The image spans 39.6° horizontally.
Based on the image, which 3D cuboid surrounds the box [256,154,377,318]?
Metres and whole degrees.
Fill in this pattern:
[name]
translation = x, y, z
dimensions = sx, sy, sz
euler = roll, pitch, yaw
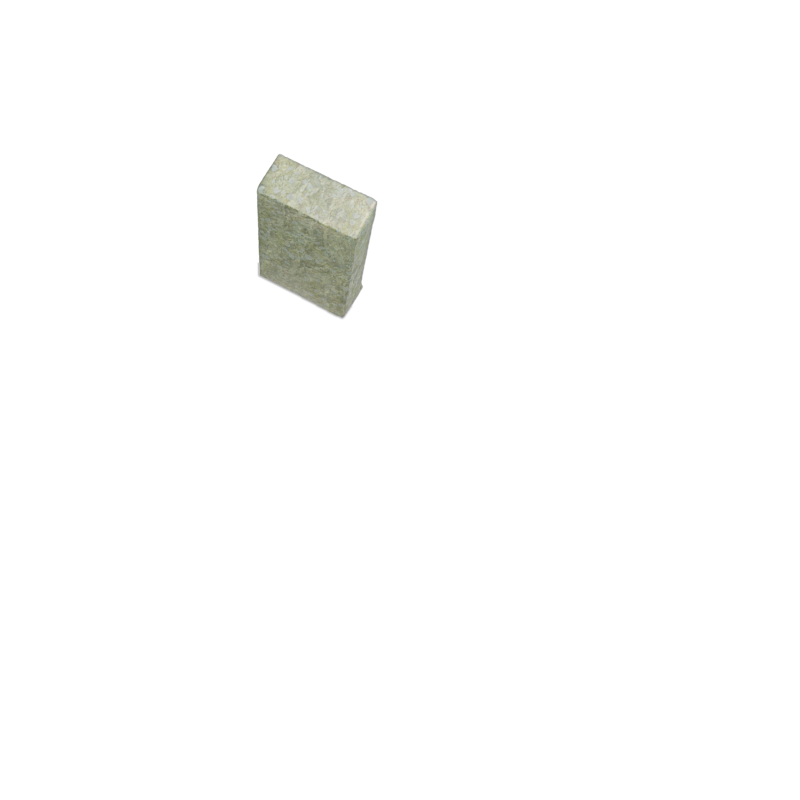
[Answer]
[box]
translation = -0.075, -0.136, 0.956
dimensions = 0.095, 0.049, 0.169
euler = 28, -16, 5
